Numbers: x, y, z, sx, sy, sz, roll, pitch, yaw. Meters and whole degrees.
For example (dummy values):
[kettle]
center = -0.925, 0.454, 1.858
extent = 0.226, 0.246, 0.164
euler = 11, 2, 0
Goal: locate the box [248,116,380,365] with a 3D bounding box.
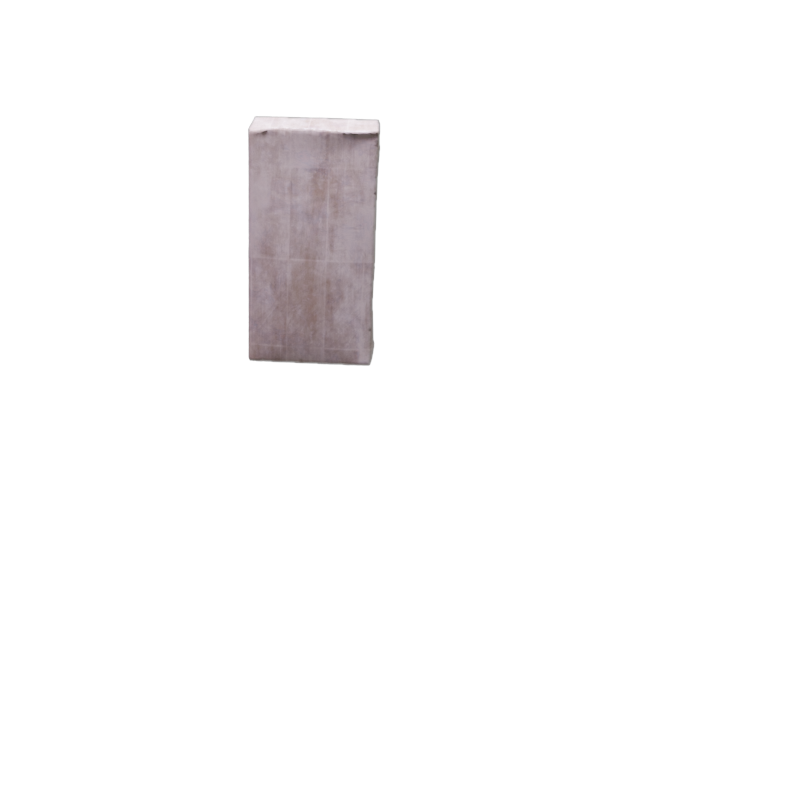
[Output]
[box]
center = -0.063, -0.114, 0.801
extent = 0.094, 0.168, 0.050
euler = 2, 21, 2
